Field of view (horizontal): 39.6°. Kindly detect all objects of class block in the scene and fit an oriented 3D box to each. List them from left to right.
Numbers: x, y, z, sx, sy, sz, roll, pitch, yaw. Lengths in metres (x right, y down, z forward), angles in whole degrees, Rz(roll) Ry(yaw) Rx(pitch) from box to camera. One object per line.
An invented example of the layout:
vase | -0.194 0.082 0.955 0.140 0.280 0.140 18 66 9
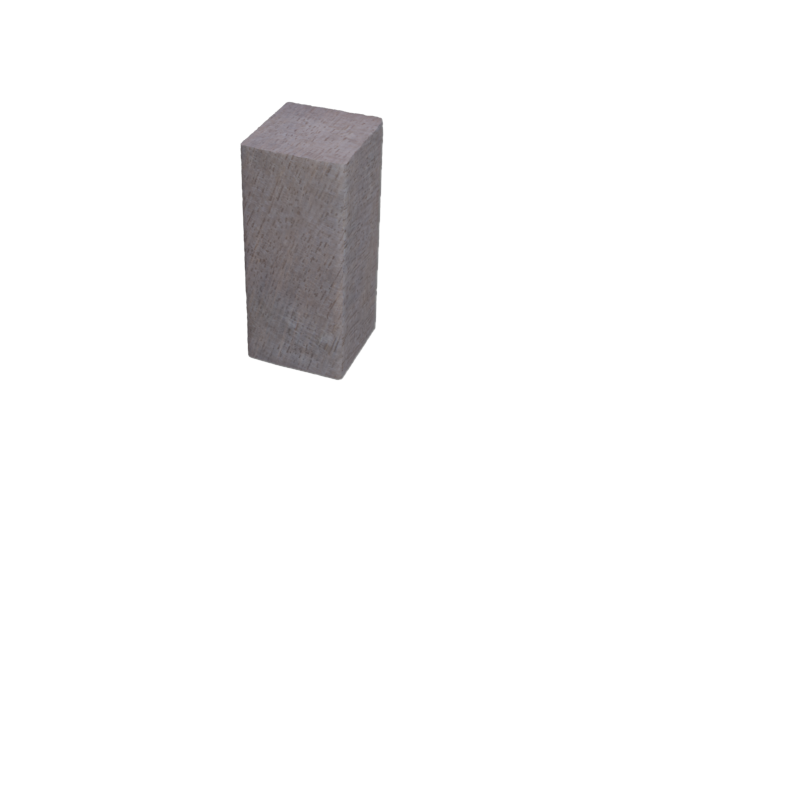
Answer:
block | -0.072 -0.132 0.928 0.093 0.193 0.094 14 36 16
